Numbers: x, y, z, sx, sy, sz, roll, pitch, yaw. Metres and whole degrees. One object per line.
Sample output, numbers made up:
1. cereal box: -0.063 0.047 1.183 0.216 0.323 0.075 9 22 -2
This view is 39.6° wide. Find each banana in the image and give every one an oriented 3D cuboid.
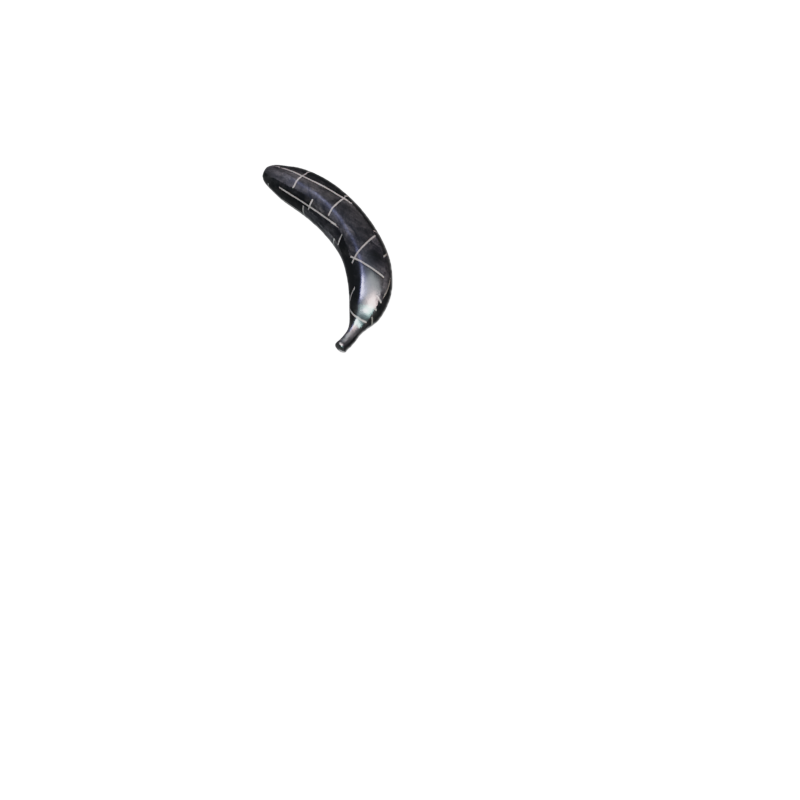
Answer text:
1. banana: -0.053 -0.133 0.917 0.069 0.213 0.034 -17 -35 -12
